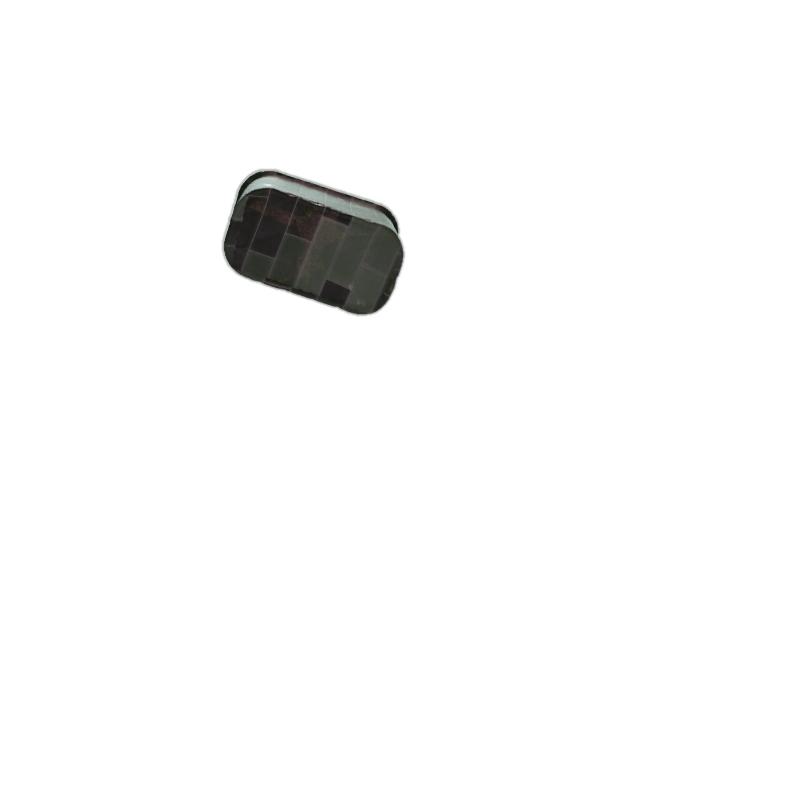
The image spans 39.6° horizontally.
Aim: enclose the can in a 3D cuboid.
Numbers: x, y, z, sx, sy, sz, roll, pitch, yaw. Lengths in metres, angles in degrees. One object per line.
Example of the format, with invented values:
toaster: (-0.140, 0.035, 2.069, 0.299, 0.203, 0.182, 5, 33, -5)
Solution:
can: (-0.050, -0.091, 0.636, 0.101, 0.056, 0.086, 17, 12, -5)
